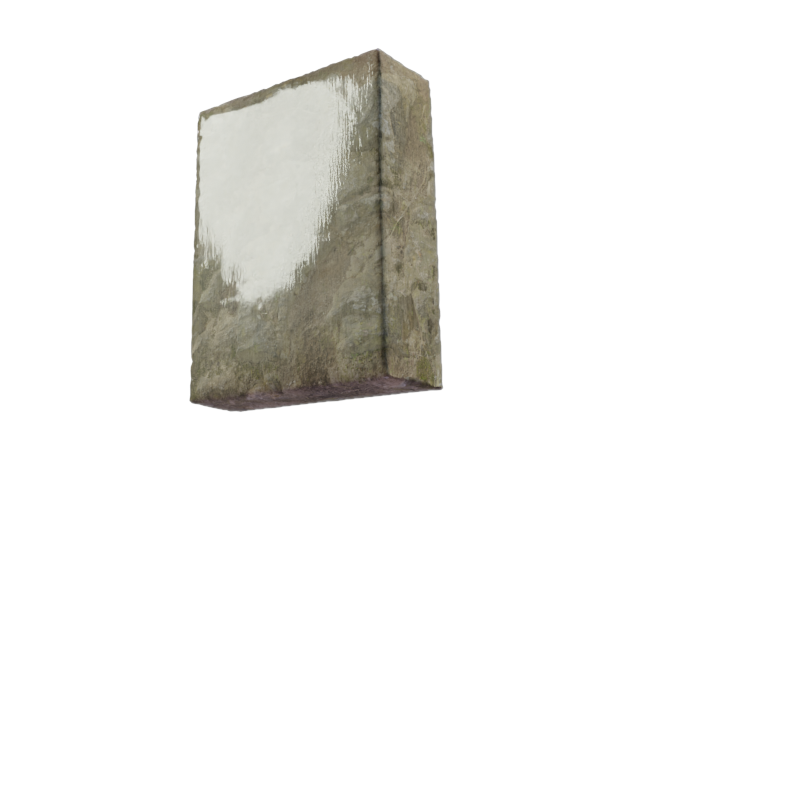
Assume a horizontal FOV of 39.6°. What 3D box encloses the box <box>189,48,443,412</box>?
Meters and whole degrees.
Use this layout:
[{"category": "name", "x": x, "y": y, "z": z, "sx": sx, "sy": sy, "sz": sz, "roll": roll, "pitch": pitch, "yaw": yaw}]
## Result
[{"category": "box", "x": -0.058, "y": -0.106, "z": 0.745, "sx": 0.168, "sy": 0.222, "sz": 0.068, "roll": -11, "pitch": -19, "yaw": 35}]
